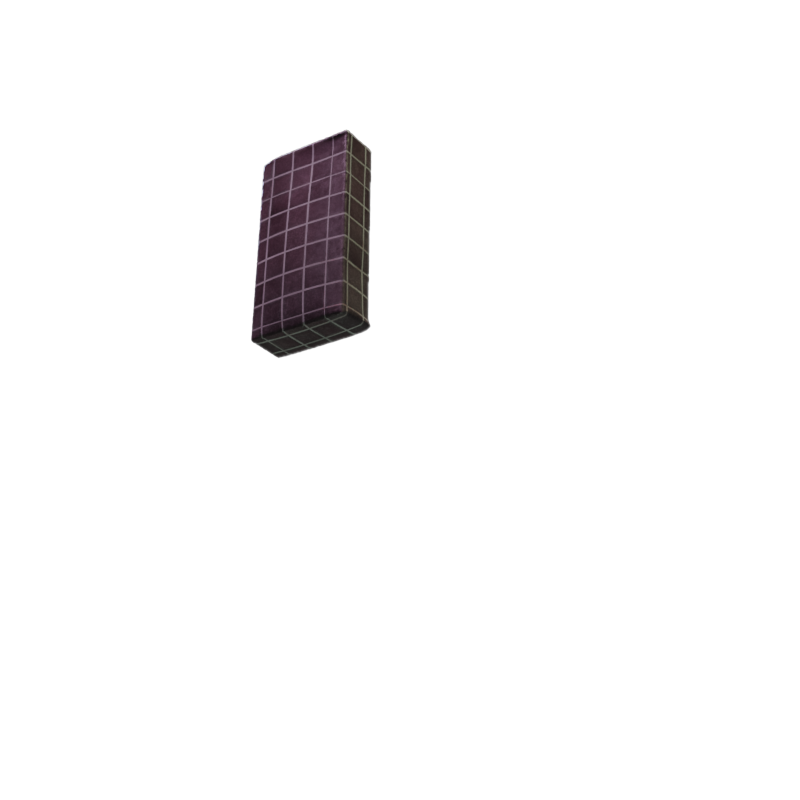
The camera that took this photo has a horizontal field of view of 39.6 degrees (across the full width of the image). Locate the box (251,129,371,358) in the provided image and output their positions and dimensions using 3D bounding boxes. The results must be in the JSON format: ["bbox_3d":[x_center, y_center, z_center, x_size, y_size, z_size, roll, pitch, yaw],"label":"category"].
[{"bbox_3d":[-0.072,-0.131,0.917,0.094,0.187,0.045,-18,-32,28],"label":"box"}]
